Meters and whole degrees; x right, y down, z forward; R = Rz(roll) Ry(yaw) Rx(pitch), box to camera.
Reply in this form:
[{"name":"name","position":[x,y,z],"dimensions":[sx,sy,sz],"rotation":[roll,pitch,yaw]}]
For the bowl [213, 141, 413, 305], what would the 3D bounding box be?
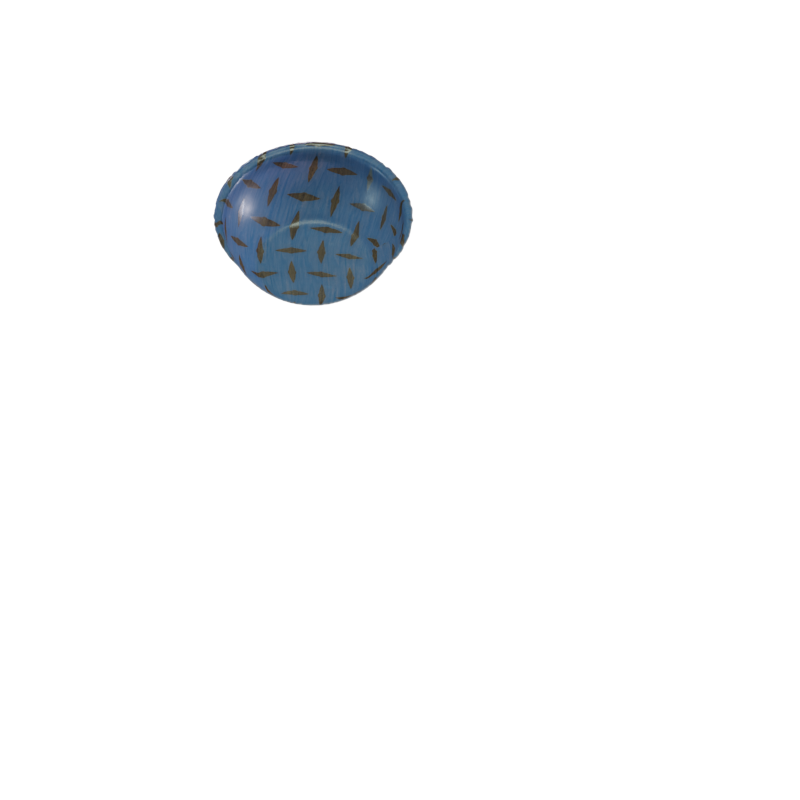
[{"name":"bowl","position":[-0.069,-0.126,0.885],"dimensions":[0.162,0.059,0.151],"rotation":[1,-44,-1]}]
